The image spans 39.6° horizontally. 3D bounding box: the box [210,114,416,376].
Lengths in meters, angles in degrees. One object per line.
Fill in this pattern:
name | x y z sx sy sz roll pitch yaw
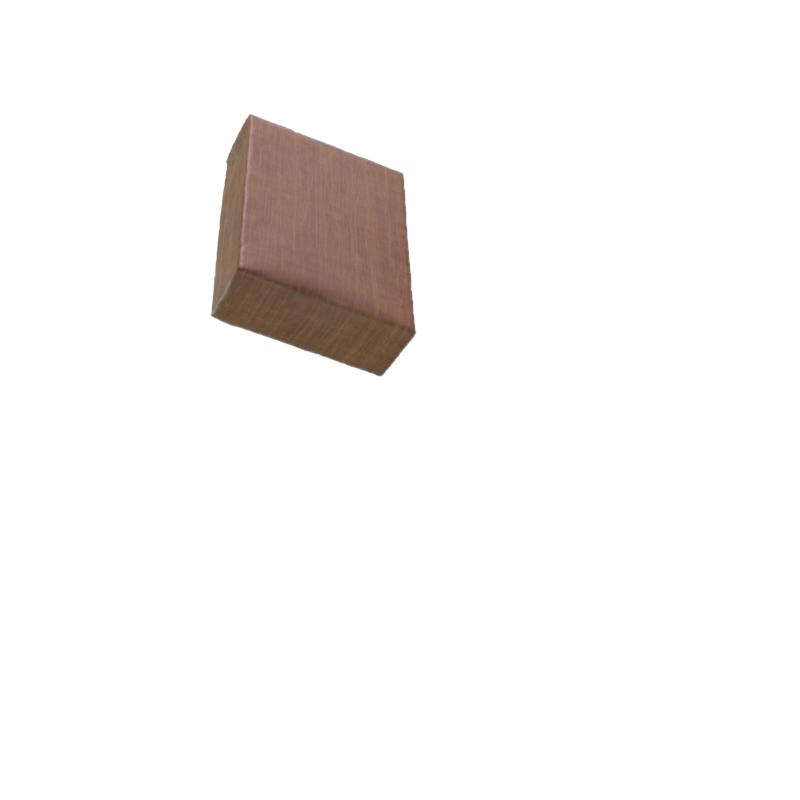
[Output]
box | -0.077 -0.140 0.984 0.158 0.230 0.069 17 -48 -20
